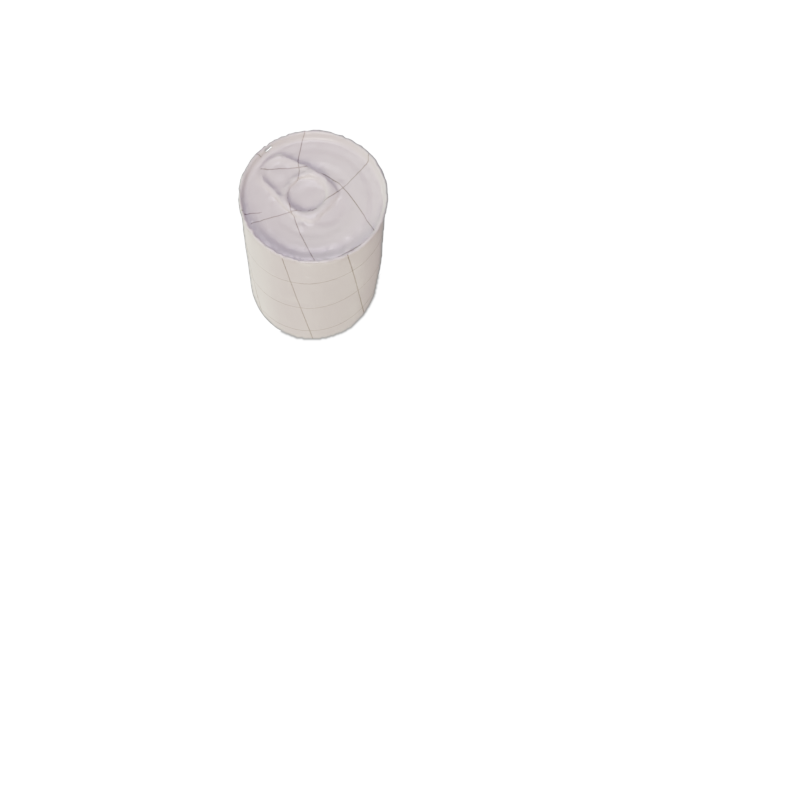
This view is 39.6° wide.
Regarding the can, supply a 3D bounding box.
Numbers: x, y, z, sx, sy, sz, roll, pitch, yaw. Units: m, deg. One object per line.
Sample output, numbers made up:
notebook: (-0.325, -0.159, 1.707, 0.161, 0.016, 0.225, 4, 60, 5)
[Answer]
can: (-0.043, -0.078, 0.545, 0.068, 0.072, 0.097, 0, -20, -3)
